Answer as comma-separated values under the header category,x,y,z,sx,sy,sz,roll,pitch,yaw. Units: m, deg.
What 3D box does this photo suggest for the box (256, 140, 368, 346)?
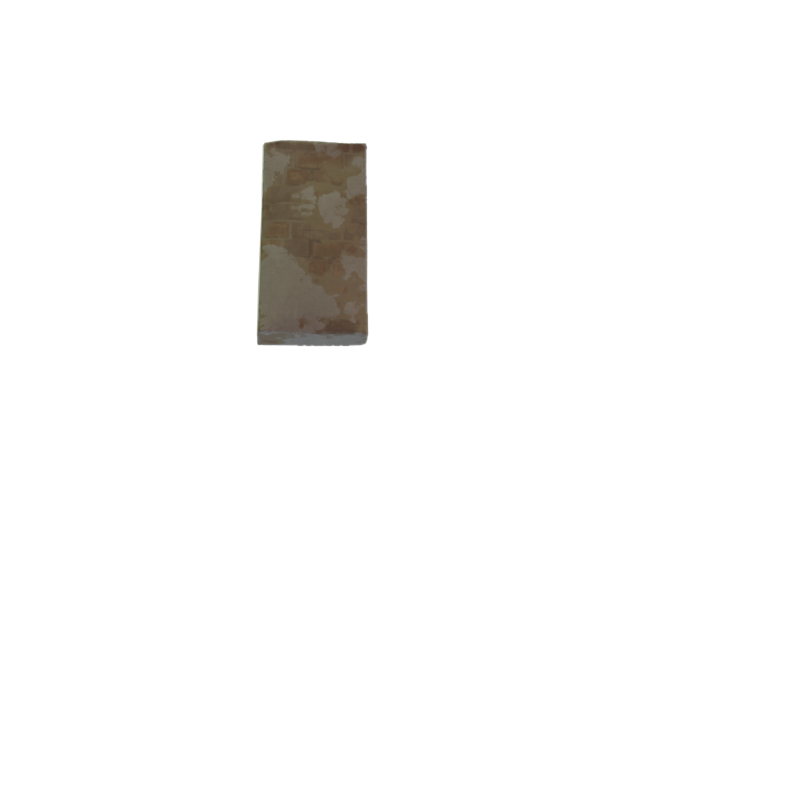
category,x,y,z,sx,sy,sz,roll,pitch,yaw
box,-0.074,-0.135,0.947,0.093,0.184,0.046,0,-18,-4
